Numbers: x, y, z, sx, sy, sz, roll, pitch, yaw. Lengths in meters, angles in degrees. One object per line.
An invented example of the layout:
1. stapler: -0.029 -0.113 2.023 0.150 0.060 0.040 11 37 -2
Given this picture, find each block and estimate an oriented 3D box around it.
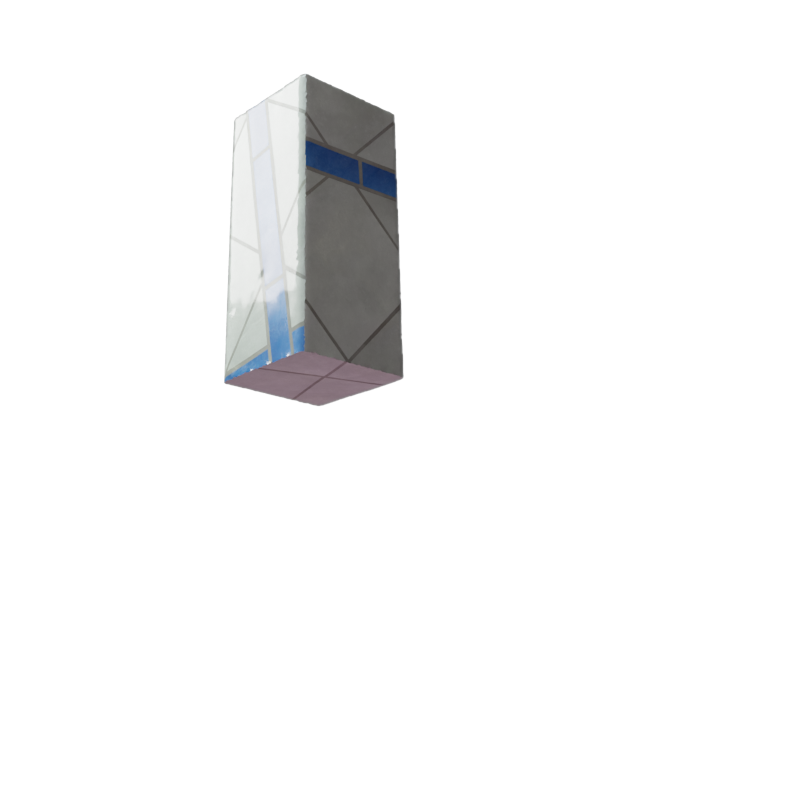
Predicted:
1. block: -0.062 -0.112 0.788 0.086 0.217 0.091 18 -30 -39
